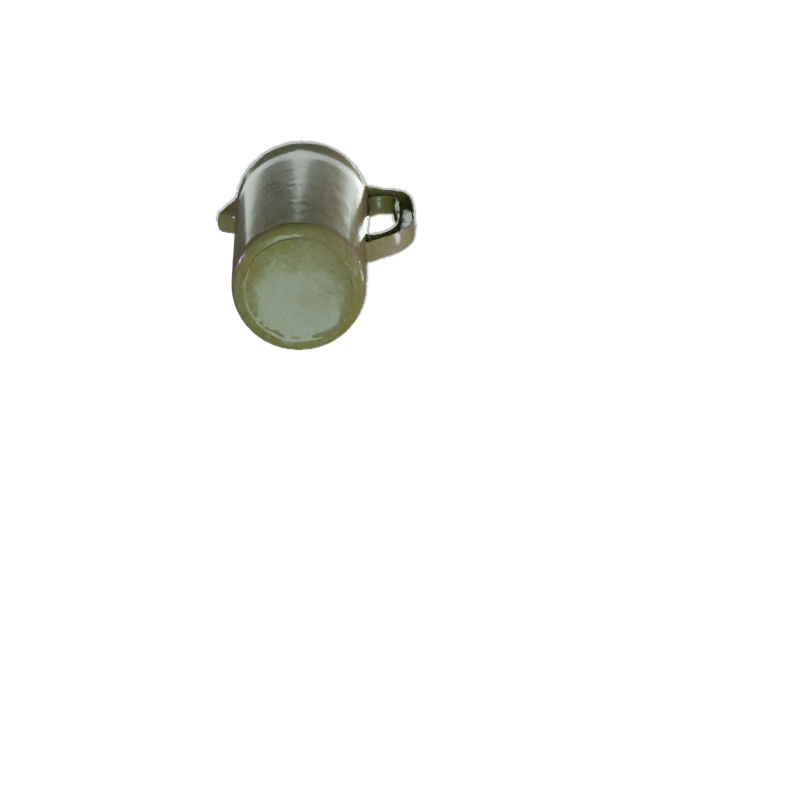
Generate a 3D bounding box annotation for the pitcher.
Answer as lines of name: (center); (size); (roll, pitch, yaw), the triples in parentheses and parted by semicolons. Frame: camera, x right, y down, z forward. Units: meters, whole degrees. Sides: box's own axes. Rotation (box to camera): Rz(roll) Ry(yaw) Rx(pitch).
pitcher: (-0.077, -0.140, 0.983); (0.140, 0.147, 0.255); (37, 17, -17)
